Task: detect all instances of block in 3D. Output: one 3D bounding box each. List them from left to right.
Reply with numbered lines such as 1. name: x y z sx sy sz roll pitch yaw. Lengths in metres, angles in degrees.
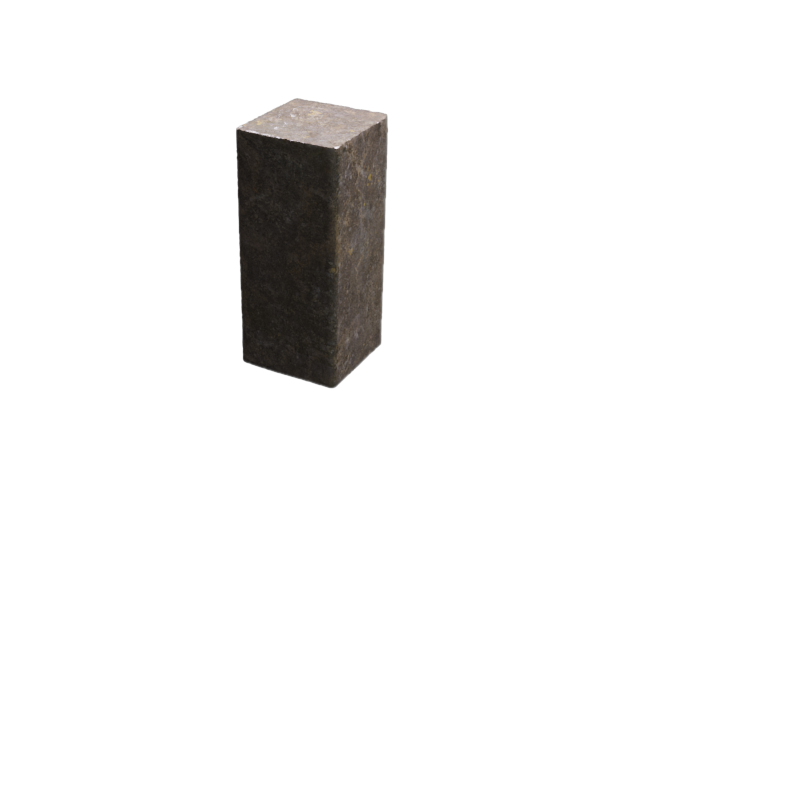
1. block: -0.070 -0.128 0.896 0.094 0.195 0.092 15 30 24
